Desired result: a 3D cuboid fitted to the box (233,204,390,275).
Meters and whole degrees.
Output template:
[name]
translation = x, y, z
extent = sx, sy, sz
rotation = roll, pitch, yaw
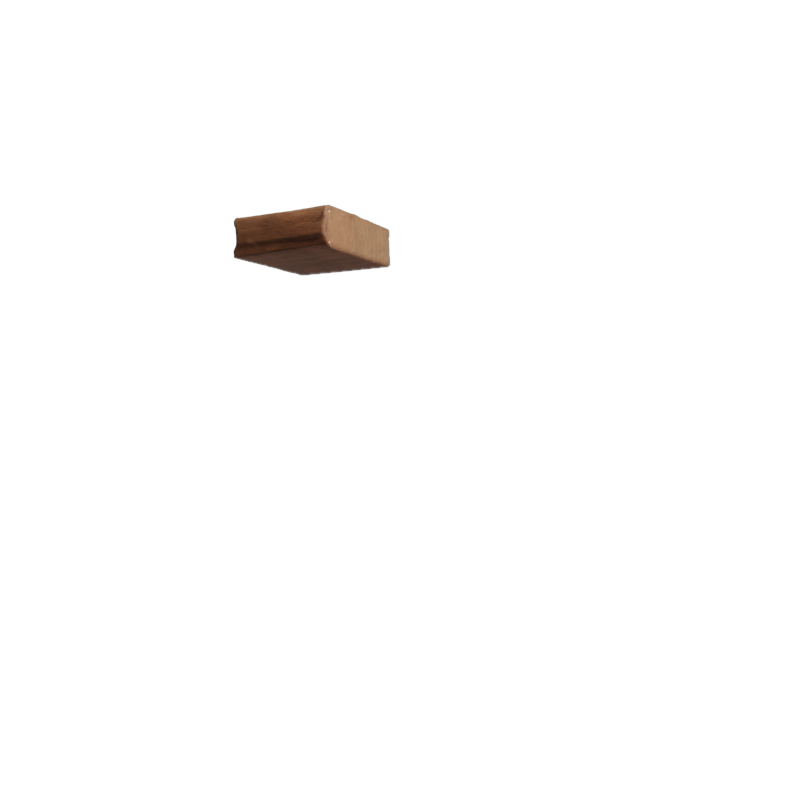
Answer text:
[box]
translation = -0.059, -0.107, 0.751
extent = 0.075, 0.031, 0.085
rotation = -3, -6, 29
